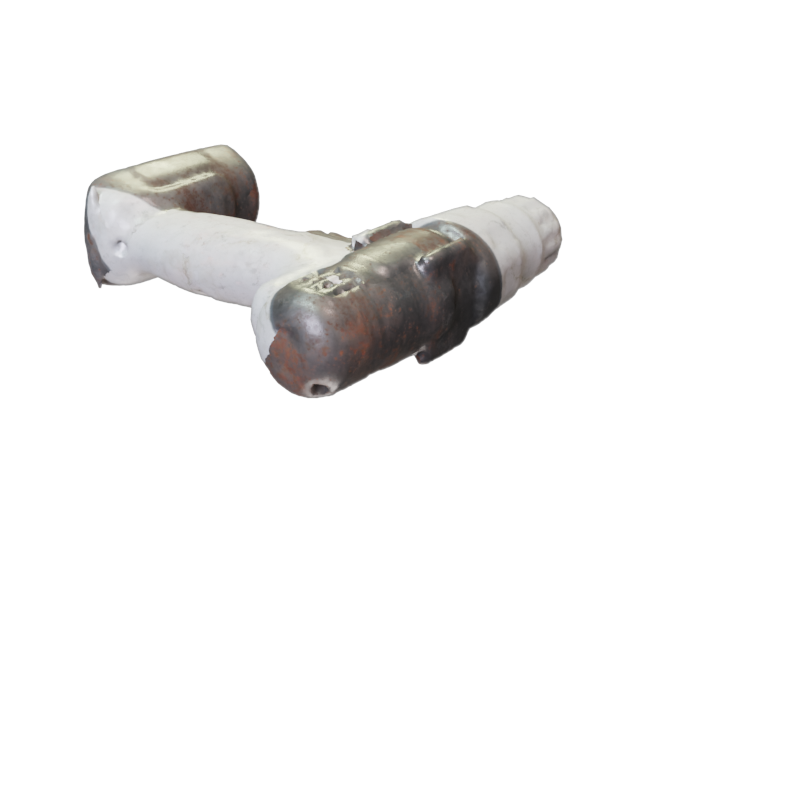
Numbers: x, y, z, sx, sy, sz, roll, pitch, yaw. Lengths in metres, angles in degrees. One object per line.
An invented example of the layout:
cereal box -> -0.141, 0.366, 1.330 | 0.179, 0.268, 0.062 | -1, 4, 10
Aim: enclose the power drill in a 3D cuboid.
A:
power drill -> -0.041, -0.074, 0.518 | 0.198, 0.055, 0.183 | 20, 31, 35
